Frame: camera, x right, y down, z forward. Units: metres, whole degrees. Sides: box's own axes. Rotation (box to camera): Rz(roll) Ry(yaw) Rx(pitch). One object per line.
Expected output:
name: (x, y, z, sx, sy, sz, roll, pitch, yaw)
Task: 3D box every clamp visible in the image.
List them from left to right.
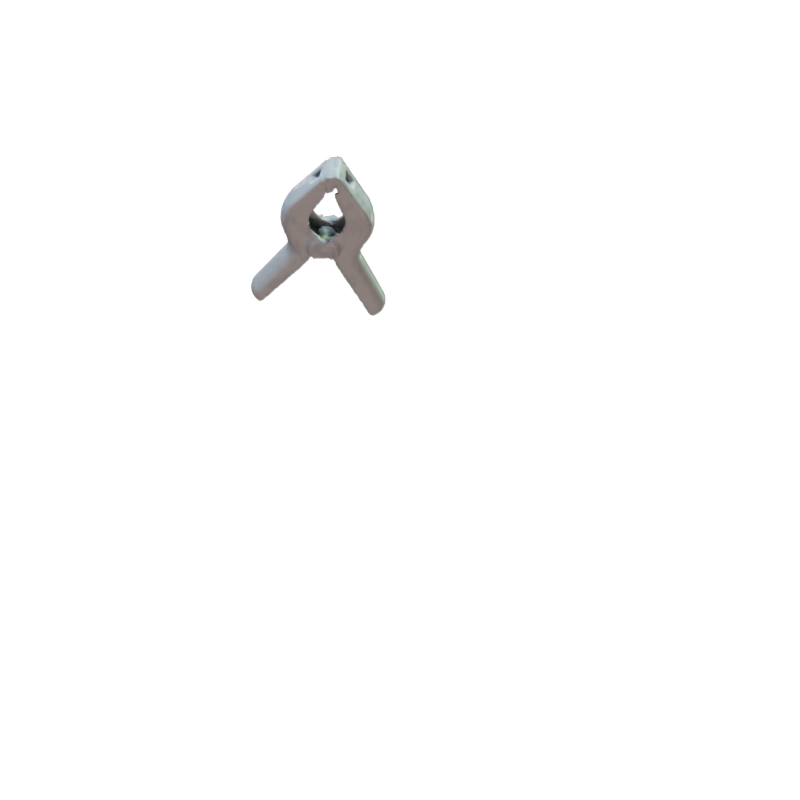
clamp: (-0.075, -0.136, 0.954, 0.120, 0.042, 0.159, -2, -45, 1)
